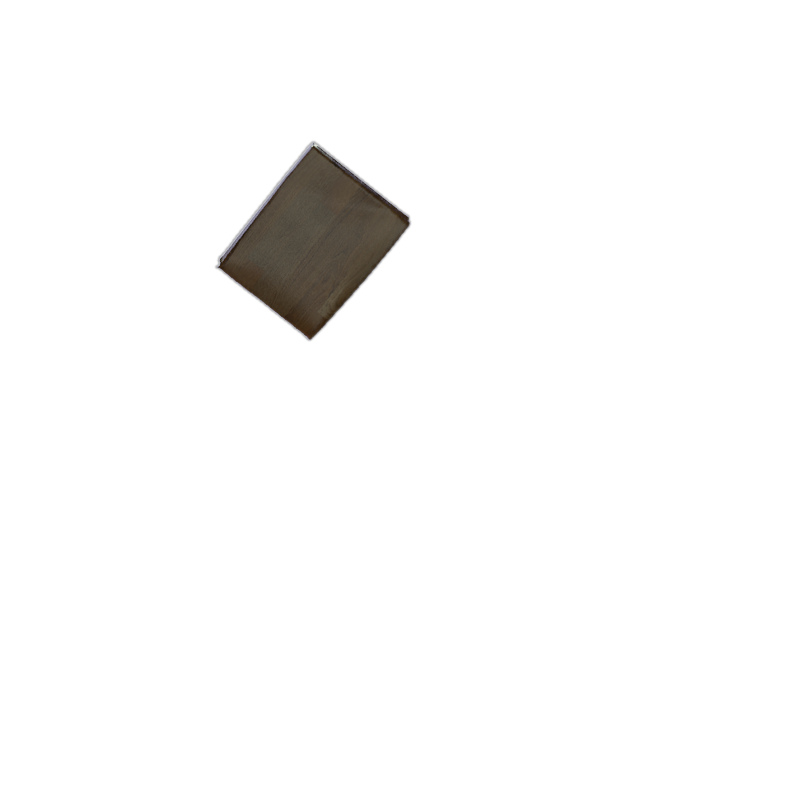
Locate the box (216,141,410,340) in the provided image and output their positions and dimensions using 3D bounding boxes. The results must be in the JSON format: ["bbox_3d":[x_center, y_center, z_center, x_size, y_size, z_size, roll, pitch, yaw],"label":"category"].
[{"bbox_3d":[-0.062,-0.112,0.788,0.089,0.113,0.040,39,6,-6],"label":"box"}]
